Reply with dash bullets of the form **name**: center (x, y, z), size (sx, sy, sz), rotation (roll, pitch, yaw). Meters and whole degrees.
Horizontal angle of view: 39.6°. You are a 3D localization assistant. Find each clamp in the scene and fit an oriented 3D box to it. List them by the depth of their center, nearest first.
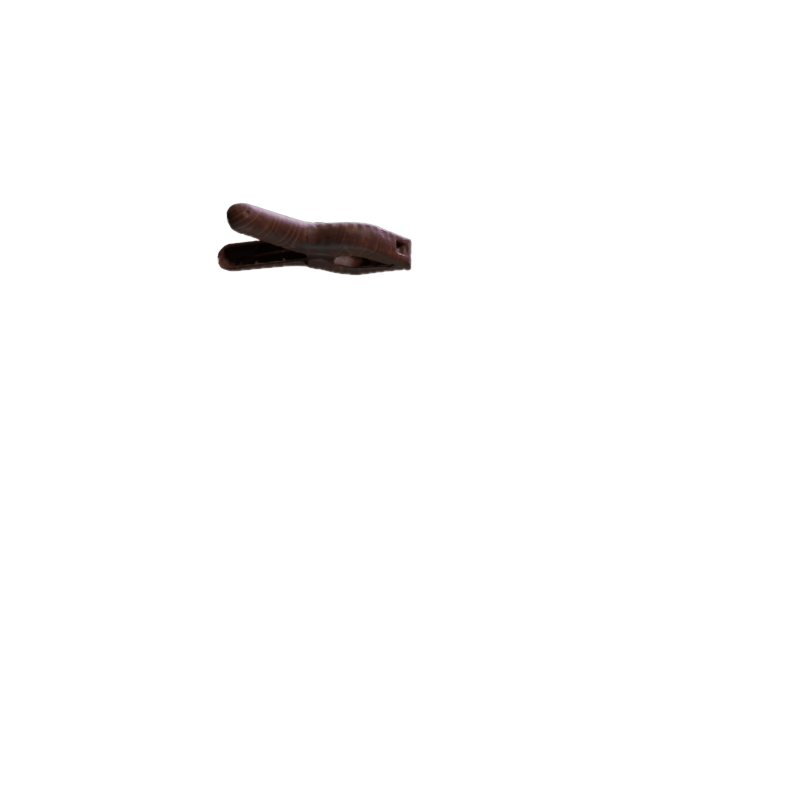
- **clamp**: center (-0.074, -0.134, 0.941), size (0.171, 0.040, 0.117), rotation (0, -7, -1)
